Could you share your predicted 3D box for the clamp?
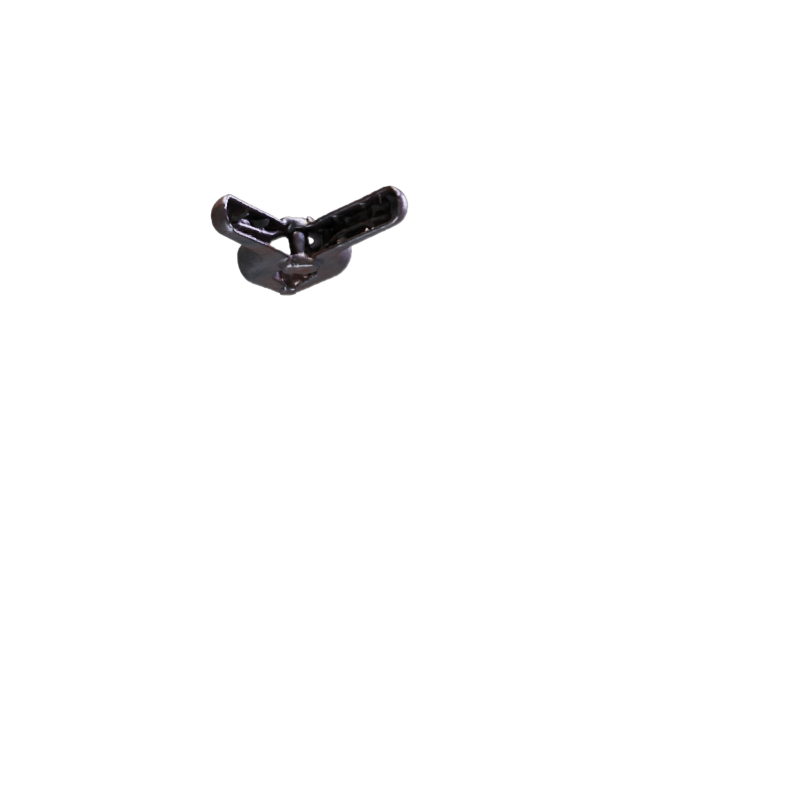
[{"bbox_3d":[-0.058,-0.106,0.740,0.120,0.040,0.167,0,-7,-1],"label":"clamp"}]
